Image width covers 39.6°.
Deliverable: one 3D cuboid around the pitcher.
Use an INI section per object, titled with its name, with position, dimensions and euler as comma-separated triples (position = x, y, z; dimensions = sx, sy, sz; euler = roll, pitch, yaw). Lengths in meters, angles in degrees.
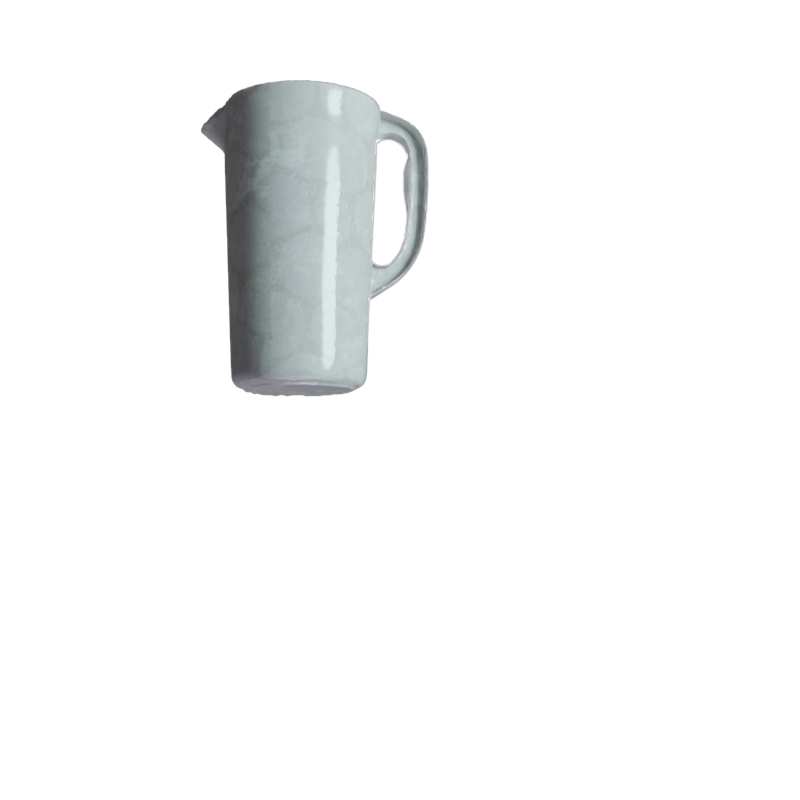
[pitcher]
position = -0.071, -0.129, 0.905
dimensions = 0.153, 0.251, 0.137
euler = -10, -15, 38
